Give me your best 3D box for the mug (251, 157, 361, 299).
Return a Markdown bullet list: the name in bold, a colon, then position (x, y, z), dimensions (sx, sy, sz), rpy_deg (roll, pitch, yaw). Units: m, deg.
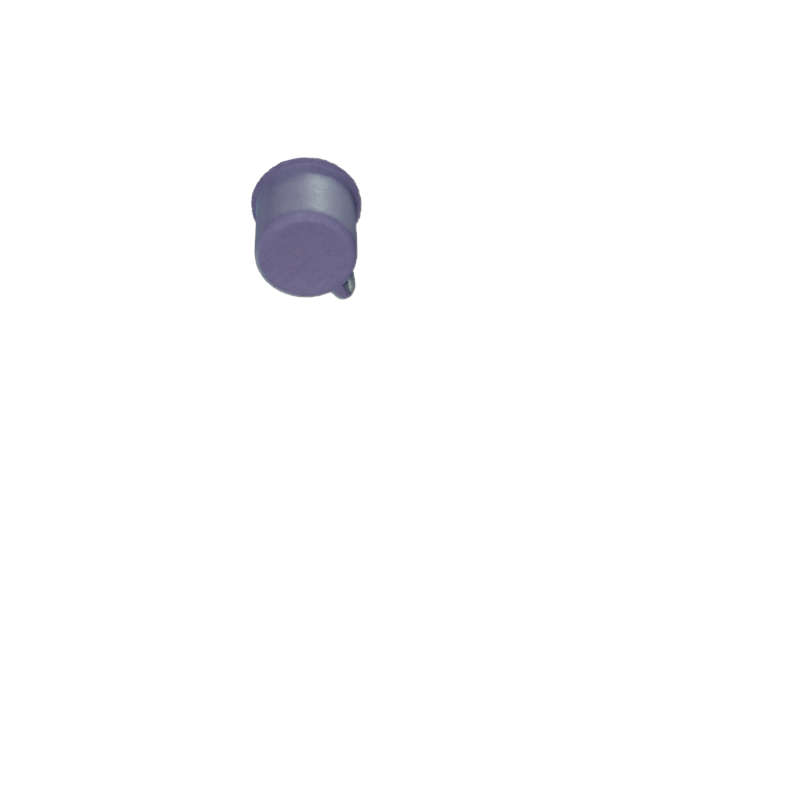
- **mug**: position (-0.071, -0.129, 0.904), dimensions (0.093, 0.109, 0.087), rpy_deg (-23, 34, 15)
